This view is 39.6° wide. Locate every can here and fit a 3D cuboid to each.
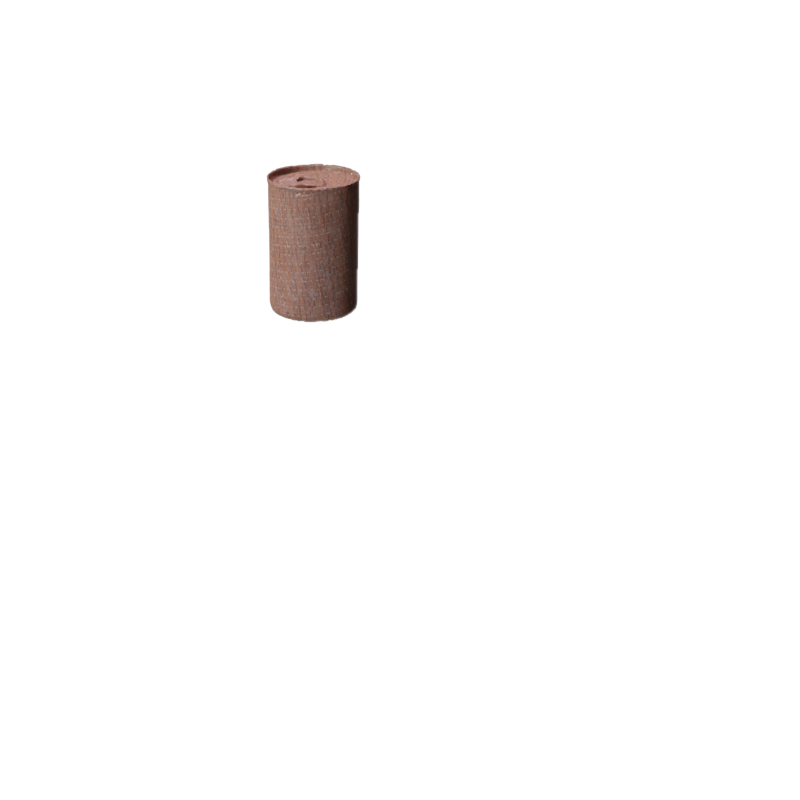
[{"bbox_3d":[-0.064,-0.117,0.819,0.068,0.098,0.072,0,22,-2],"label":"can"}]
